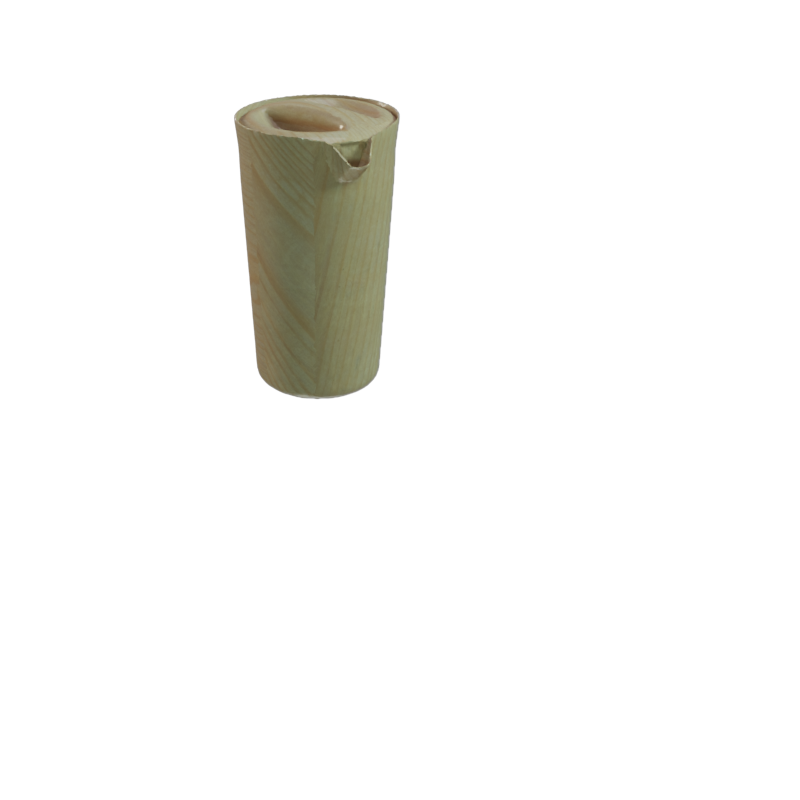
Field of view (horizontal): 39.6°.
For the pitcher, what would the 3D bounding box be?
[{"bbox_3d":[-0.074,-0.134,0.941,0.149,0.231,0.153,9,26,16],"label":"pitcher"}]
